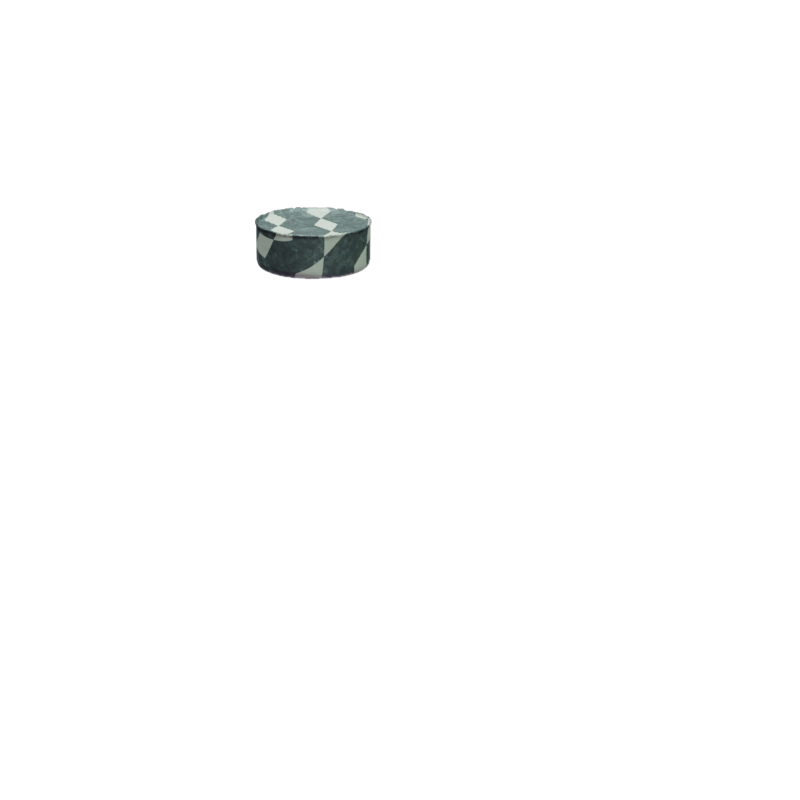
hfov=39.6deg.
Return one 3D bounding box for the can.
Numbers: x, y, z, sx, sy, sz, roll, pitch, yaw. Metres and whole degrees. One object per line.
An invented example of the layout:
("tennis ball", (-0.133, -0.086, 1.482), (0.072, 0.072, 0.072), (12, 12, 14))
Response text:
("can", (-0.064, -0.117, 0.817), (0.086, 0.032, 0.090), (-1, 22, -2))
